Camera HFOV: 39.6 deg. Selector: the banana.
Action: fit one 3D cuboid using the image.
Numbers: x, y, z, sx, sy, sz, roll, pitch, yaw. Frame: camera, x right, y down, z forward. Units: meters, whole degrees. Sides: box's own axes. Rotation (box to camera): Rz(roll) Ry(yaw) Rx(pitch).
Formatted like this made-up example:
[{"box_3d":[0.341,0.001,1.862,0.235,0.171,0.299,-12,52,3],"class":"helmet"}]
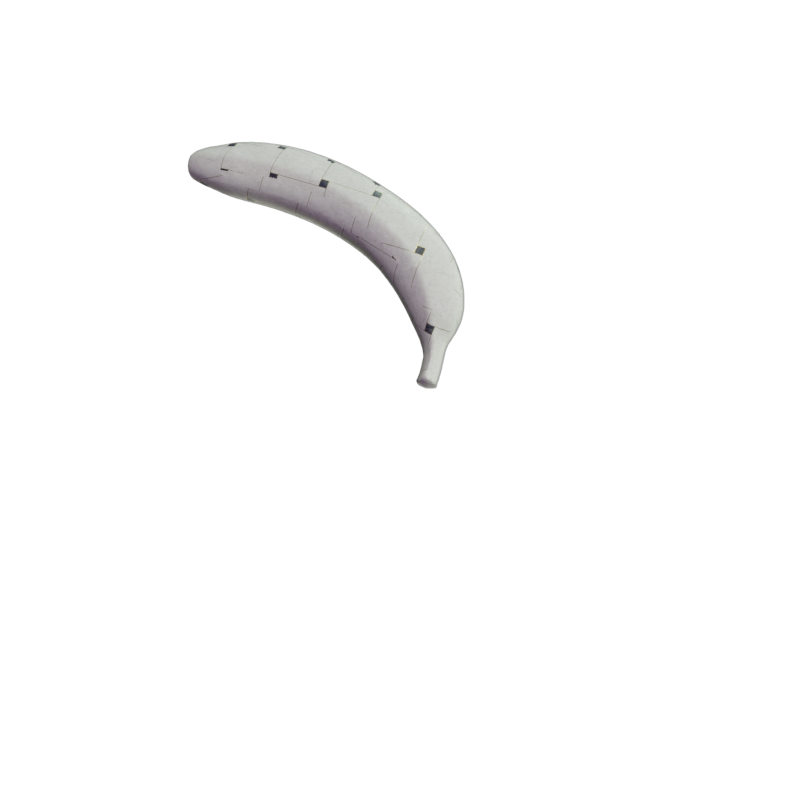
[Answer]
[{"box_3d":[-0.031,-0.094,0.607,0.070,0.210,0.034,-37,-26,-22],"class":"banana"}]
